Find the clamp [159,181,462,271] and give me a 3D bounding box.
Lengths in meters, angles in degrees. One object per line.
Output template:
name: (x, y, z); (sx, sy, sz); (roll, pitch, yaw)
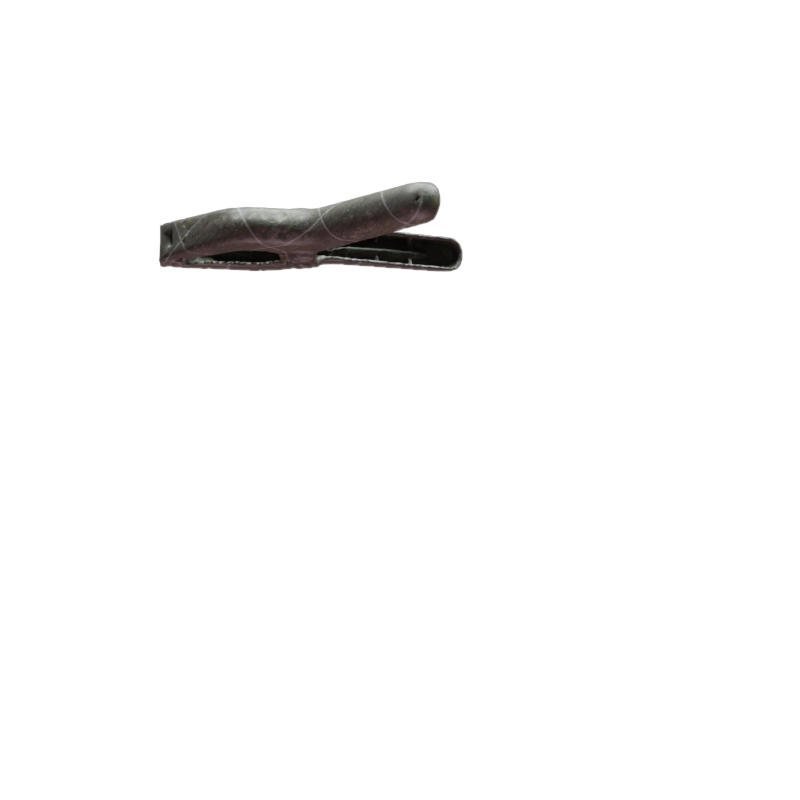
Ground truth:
clamp: (-0.059, -0.108, 0.755); (0.214, 0.037, 0.157); (-2, -7, 17)
